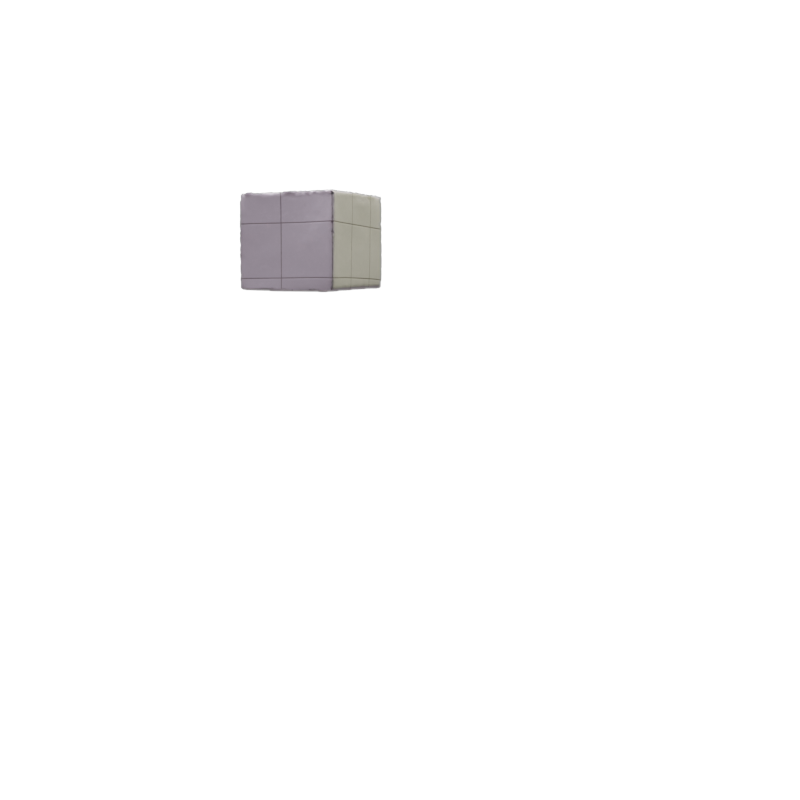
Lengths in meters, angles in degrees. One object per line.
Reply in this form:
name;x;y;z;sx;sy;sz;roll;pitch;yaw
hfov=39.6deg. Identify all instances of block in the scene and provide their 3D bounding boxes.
block;-0.046;-0.085;0.593;0.054;0.051;0.076;1;5;19
